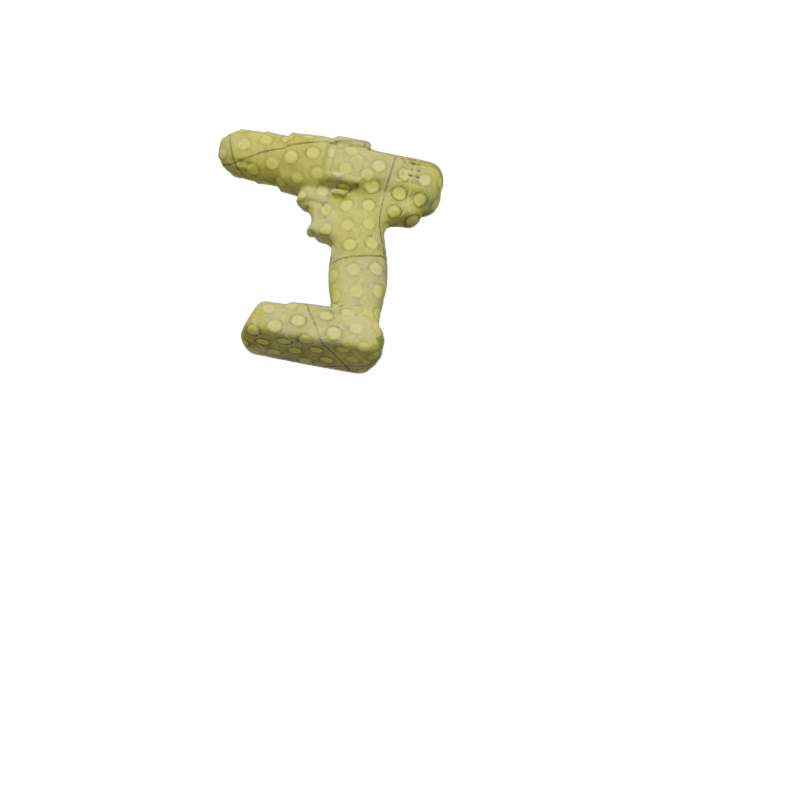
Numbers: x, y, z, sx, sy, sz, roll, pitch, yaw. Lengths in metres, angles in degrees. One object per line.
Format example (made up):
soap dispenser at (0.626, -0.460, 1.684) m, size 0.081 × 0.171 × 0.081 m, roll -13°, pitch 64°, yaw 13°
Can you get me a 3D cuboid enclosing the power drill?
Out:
power drill at (-0.068, -0.124, 0.868) m, size 0.186 × 0.197 × 0.054 m, roll 10°, pitch -25°, yaw 4°
